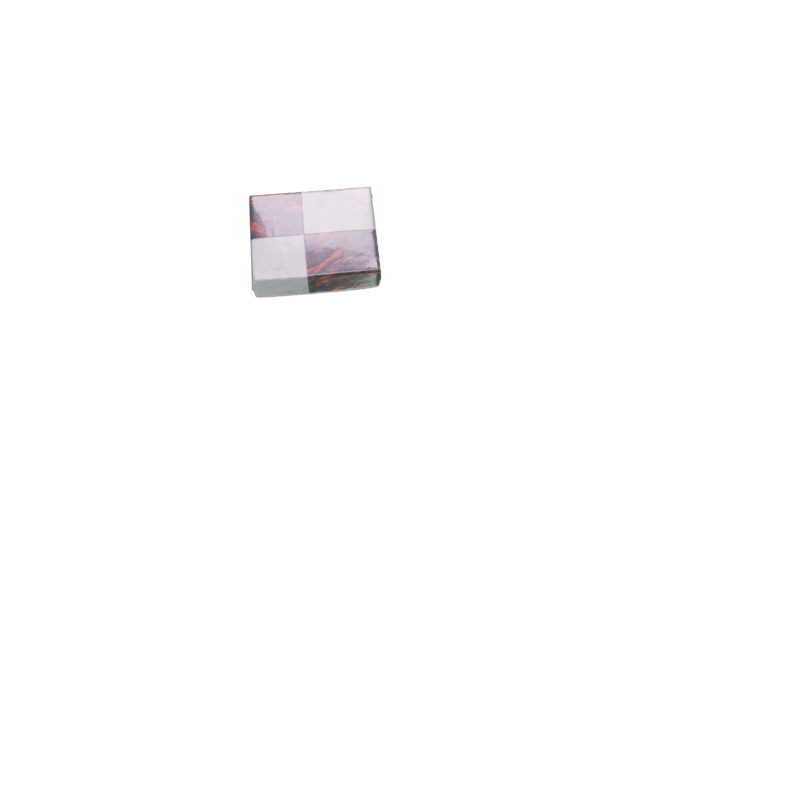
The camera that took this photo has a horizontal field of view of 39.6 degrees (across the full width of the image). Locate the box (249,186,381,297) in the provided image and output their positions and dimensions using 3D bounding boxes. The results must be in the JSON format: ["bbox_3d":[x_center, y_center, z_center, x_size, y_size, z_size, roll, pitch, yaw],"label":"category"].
[{"bbox_3d":[-0.077,-0.140,0.983,0.113,0.096,0.036,-4,-29,-3],"label":"box"}]
